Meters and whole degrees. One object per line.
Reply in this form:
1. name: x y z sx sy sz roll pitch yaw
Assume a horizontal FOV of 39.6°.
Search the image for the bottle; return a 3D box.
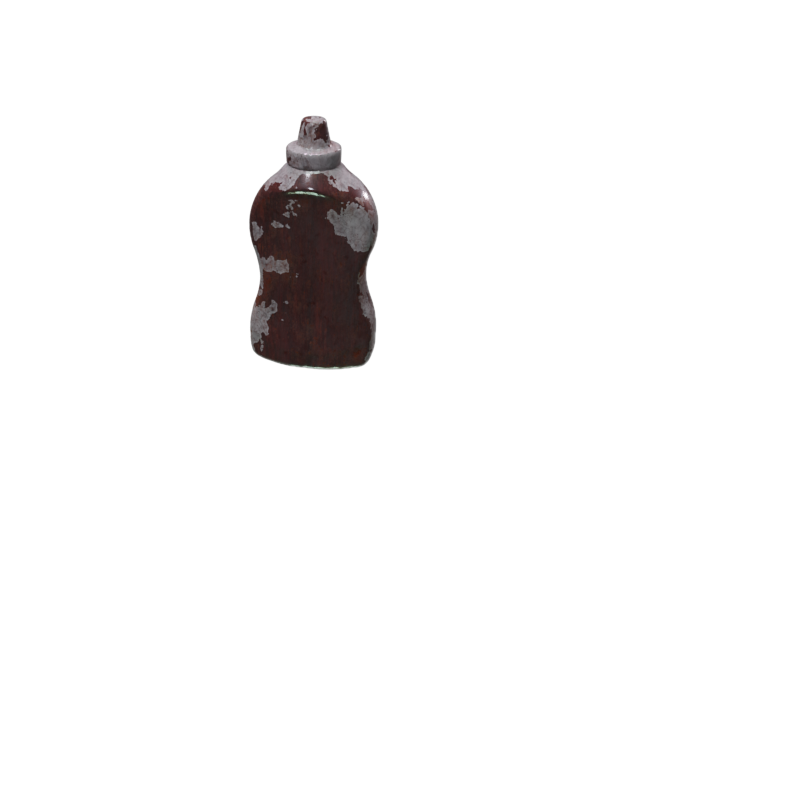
1. bottle: -0.065 -0.120 0.837 0.098 0.182 0.060 7 25 11
